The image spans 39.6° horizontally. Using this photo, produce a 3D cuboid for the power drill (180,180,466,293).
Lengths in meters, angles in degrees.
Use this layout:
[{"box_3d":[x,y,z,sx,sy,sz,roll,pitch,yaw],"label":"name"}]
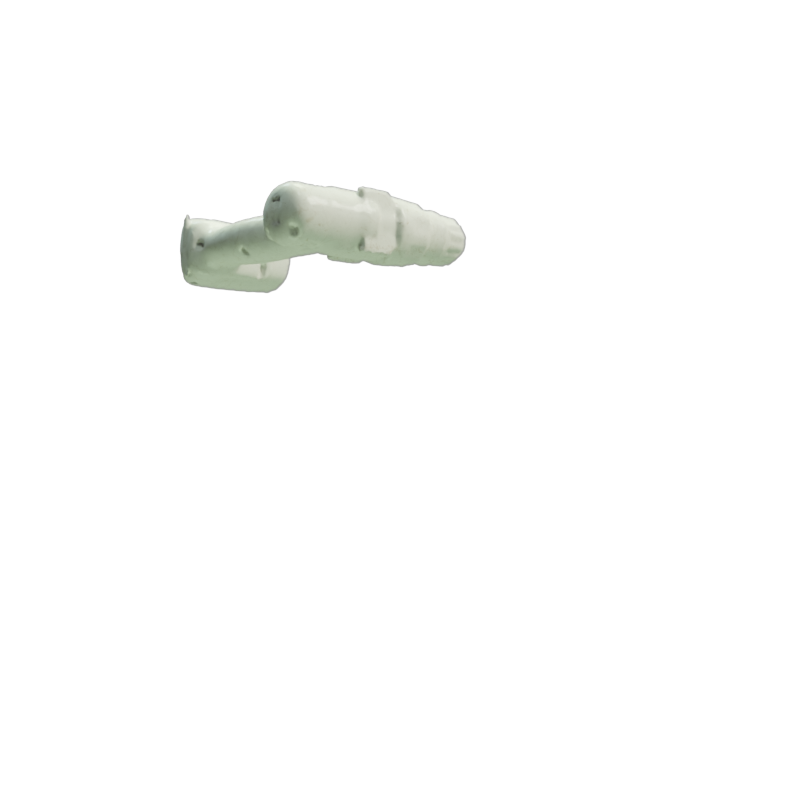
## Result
[{"box_3d":[-0.068,-0.123,0.864,0.175,0.059,0.192,6,-9,-43],"label":"power drill"}]
